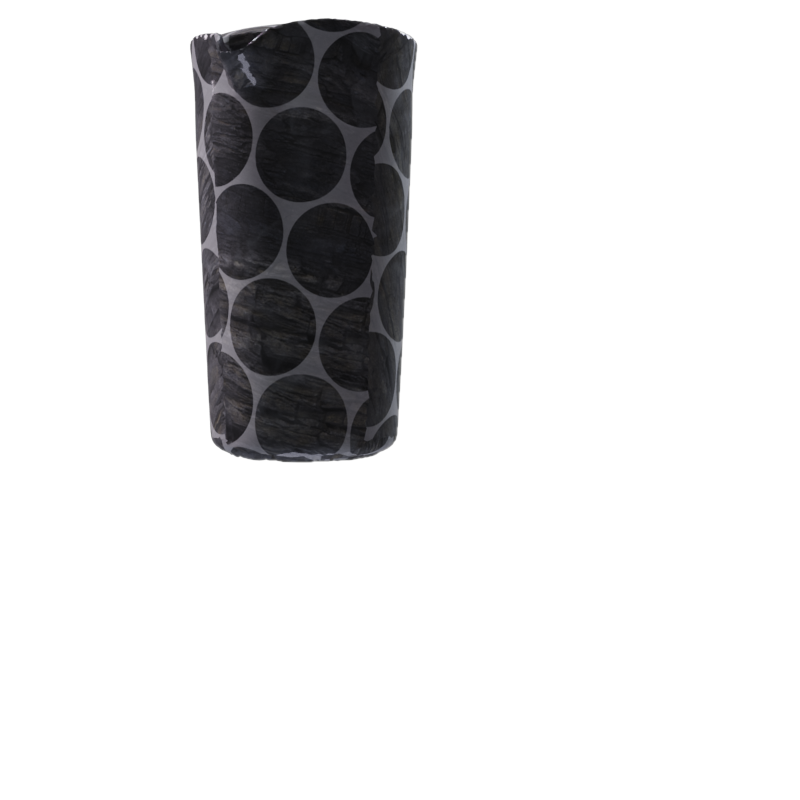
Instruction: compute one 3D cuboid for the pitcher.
[{"bbox_3d":[-0.051,-0.093,0.655,0.145,0.244,0.148,0,-1,-22],"label":"pitcher"}]
